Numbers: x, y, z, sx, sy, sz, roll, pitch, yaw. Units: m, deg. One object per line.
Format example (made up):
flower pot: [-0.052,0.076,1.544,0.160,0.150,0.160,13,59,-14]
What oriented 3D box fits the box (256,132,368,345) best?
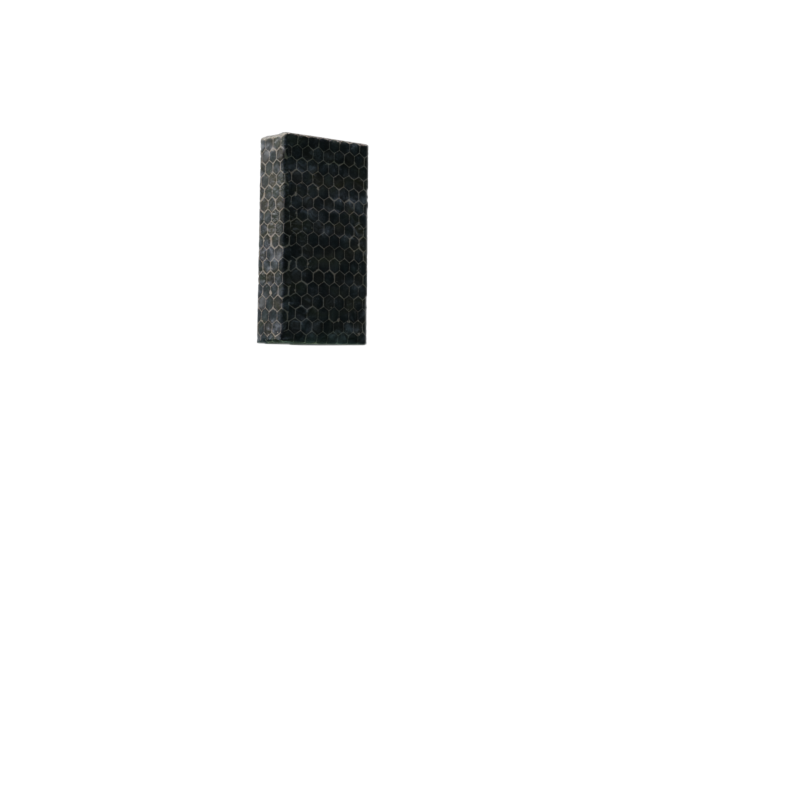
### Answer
box: [-0.074,-0.136,0.950,0.089,0.179,0.049,4,-8,-39]
